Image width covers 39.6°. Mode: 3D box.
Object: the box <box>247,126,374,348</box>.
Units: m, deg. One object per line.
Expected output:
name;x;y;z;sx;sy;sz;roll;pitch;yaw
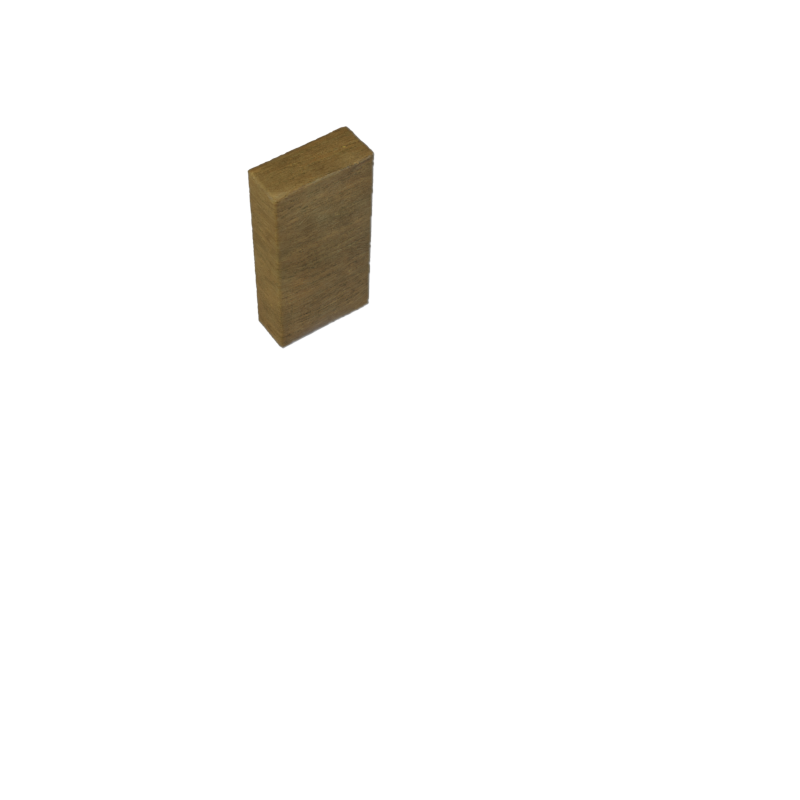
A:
box;-0.070;-0.127;0.888;0.093;0.051;0.165;-29;-29;-22
